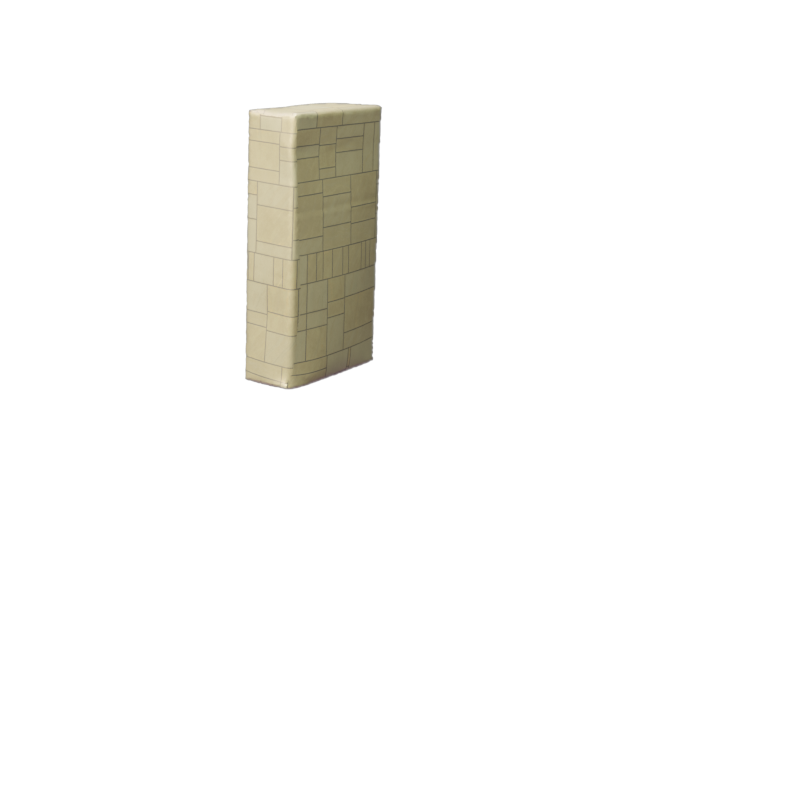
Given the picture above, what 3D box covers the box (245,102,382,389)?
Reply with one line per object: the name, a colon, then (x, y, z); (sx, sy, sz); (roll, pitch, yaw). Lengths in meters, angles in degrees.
box: (-0.057, -0.103, 0.721); (0.050, 0.172, 0.091); (8, 14, 35)
